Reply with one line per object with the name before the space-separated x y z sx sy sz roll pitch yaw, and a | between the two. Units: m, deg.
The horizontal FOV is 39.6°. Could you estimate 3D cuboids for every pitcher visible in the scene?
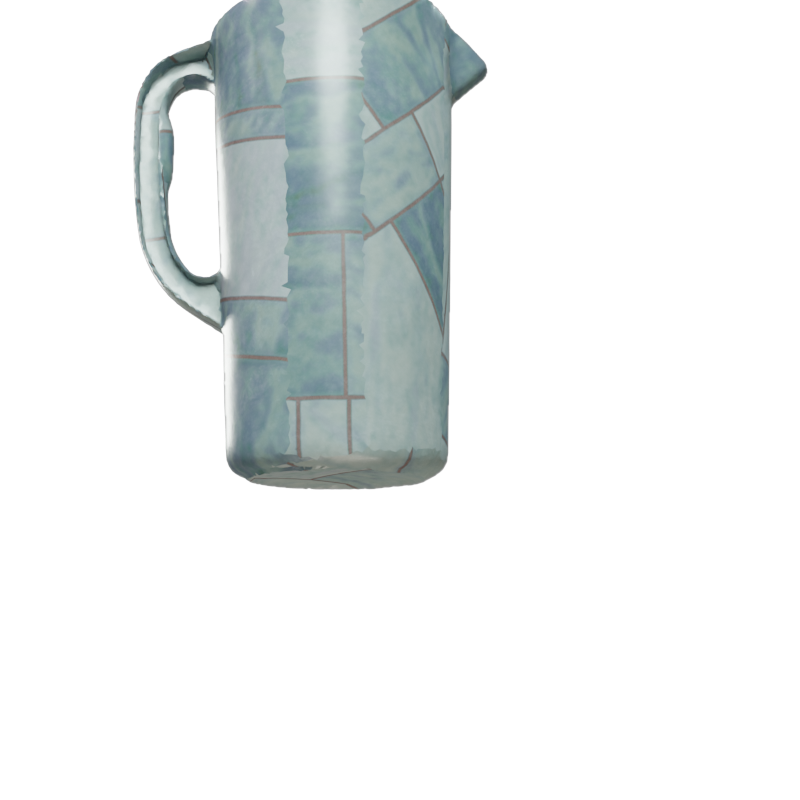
pitcher | -0.045 -0.082 0.573 0.152 0.253 0.137 -15 -21 40
